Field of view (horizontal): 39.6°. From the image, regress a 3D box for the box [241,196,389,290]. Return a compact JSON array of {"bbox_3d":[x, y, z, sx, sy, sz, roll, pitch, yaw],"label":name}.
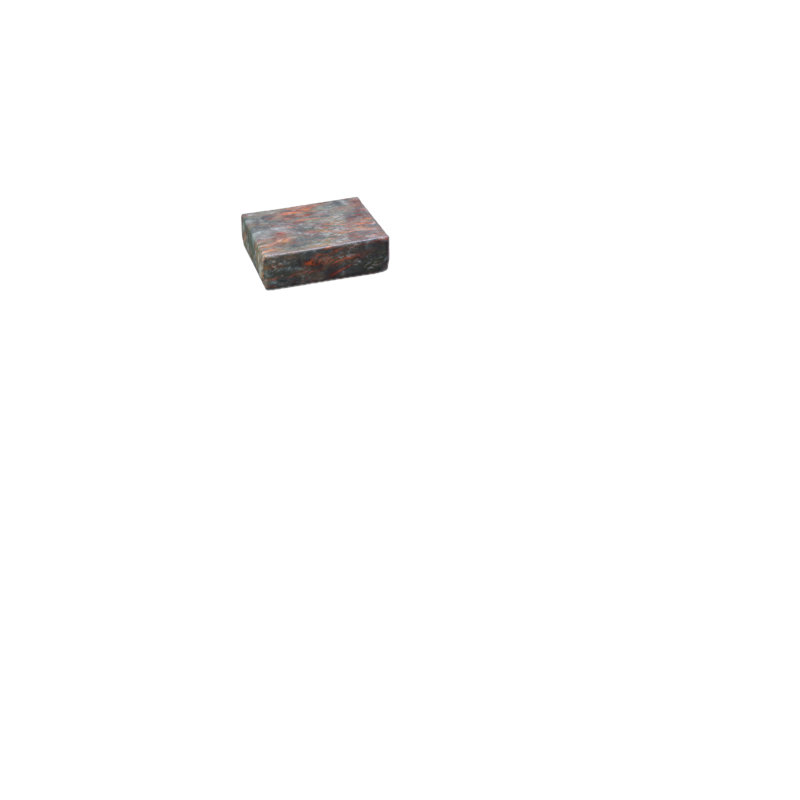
[{"bbox_3d":[-0.076,-0.139,0.971,0.112,0.037,0.097,-9,34,-15],"label":"box"}]
